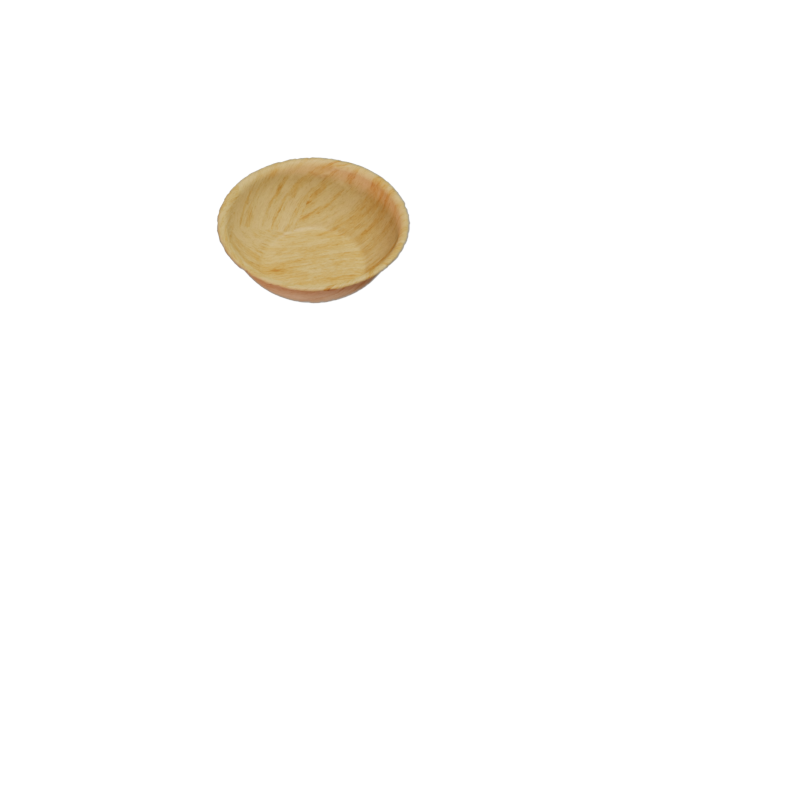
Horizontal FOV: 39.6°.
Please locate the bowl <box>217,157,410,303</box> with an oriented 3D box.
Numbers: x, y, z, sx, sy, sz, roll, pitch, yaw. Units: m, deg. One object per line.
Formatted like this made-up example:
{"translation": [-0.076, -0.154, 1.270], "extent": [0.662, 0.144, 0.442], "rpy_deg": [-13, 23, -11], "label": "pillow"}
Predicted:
{"translation": [-0.074, -0.135, 0.945], "extent": [0.162, 0.174, 0.051], "rpy_deg": [-1, -42, -1], "label": "bowl"}
